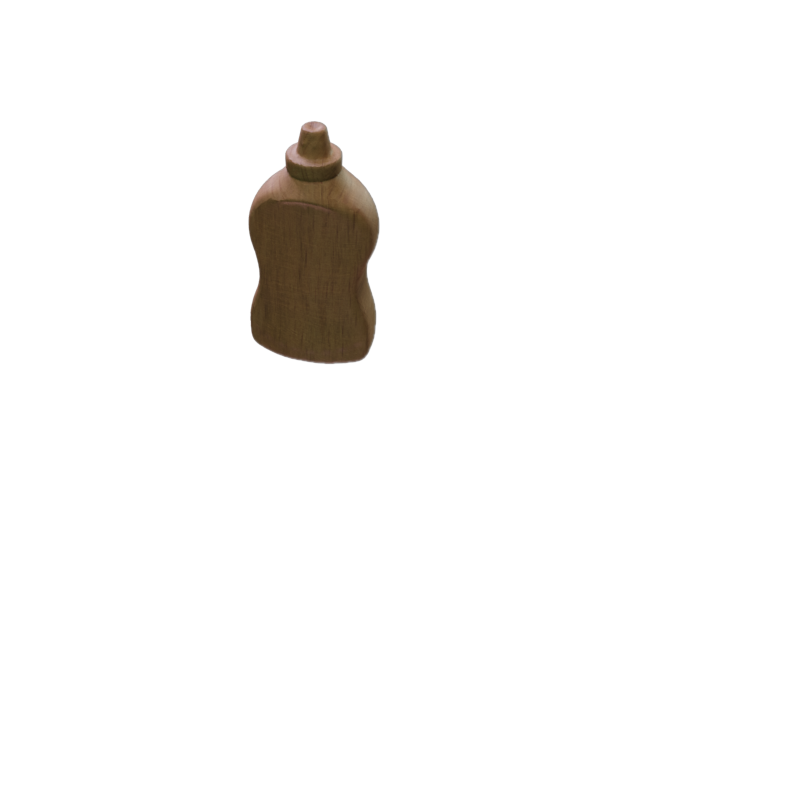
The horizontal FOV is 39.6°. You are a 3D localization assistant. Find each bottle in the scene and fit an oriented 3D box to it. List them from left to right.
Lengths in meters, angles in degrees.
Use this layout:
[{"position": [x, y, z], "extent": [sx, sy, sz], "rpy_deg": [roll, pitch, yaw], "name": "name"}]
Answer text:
[{"position": [-0.064, -0.118, 0.825], "extent": [0.098, 0.179, 0.061], "rpy_deg": [12, 37, 12], "name": "bottle"}]
